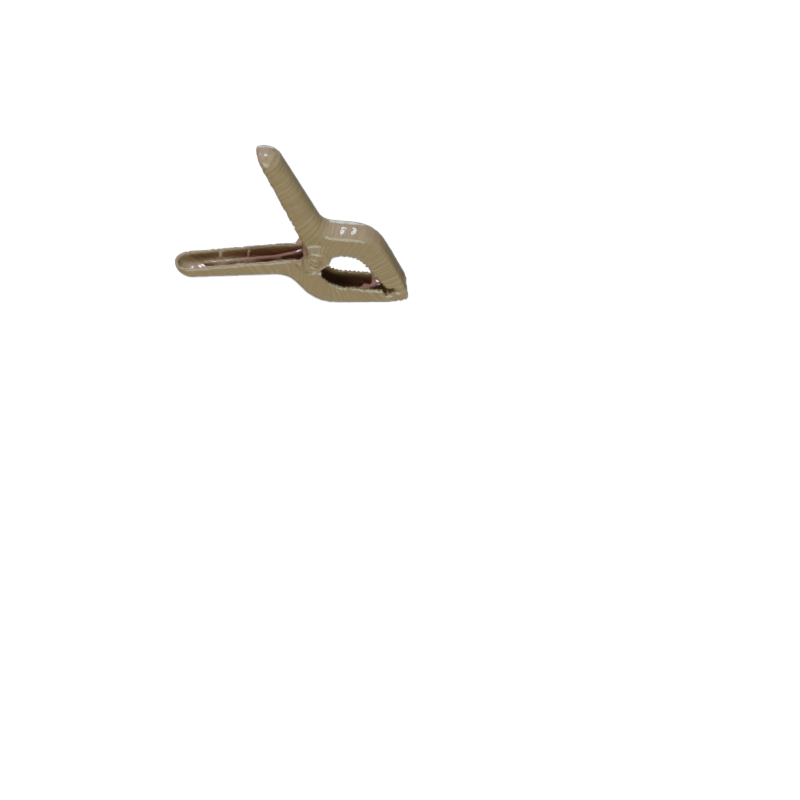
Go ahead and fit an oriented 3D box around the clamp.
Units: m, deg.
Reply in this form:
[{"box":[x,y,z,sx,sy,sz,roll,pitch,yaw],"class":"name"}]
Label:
[{"box":[-0.078,-0.142,0.995,0.203,0.039,0.159,17,-43,-19],"class":"clamp"}]
